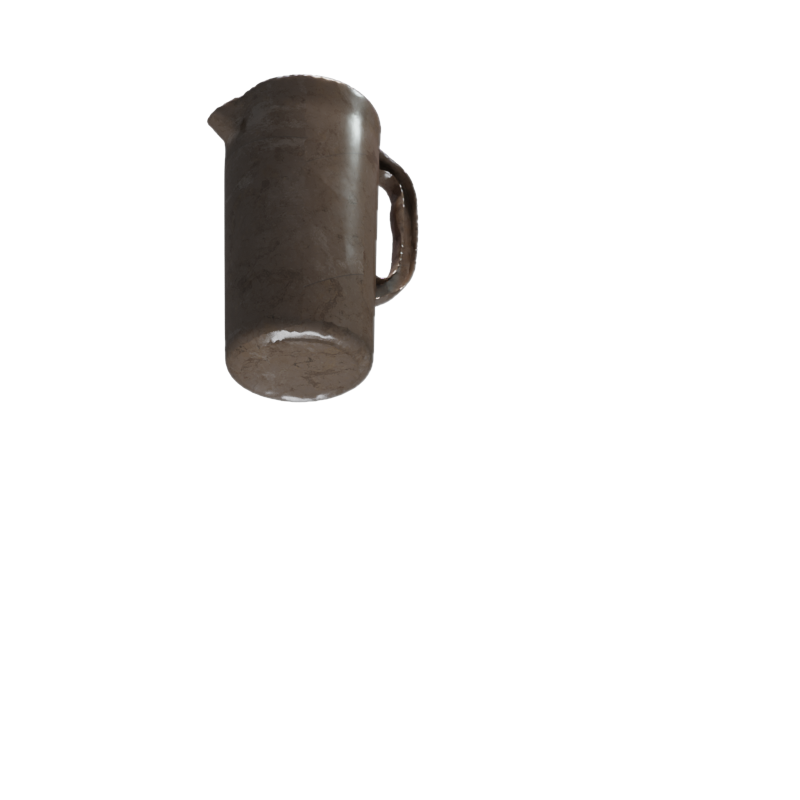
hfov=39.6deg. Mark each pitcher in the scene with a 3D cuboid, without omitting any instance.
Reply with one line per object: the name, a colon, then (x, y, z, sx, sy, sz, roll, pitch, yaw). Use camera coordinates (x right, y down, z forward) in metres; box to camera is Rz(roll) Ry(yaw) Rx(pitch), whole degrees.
pitcher: (-0.068, -0.124, 0.871, 0.151, 0.260, 0.134, -10, -34, 11)
